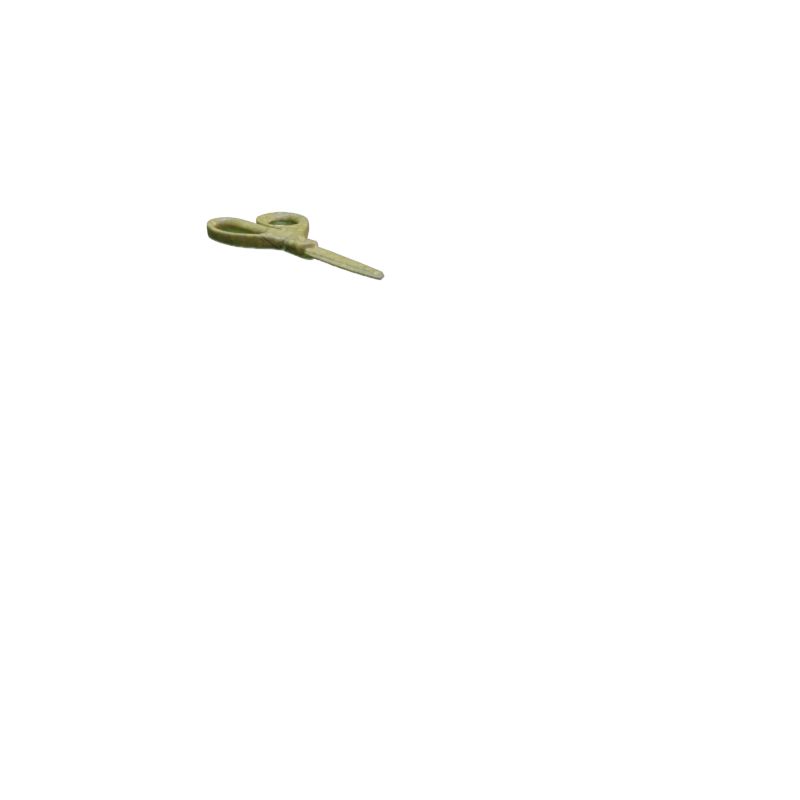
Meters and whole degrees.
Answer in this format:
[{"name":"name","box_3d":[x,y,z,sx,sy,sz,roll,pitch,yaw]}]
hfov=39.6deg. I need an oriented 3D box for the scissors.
[{"name":"scissors","box_3d":[-0.072,-0.131,0.916,0.212,0.015,0.095,17,28,33]}]
